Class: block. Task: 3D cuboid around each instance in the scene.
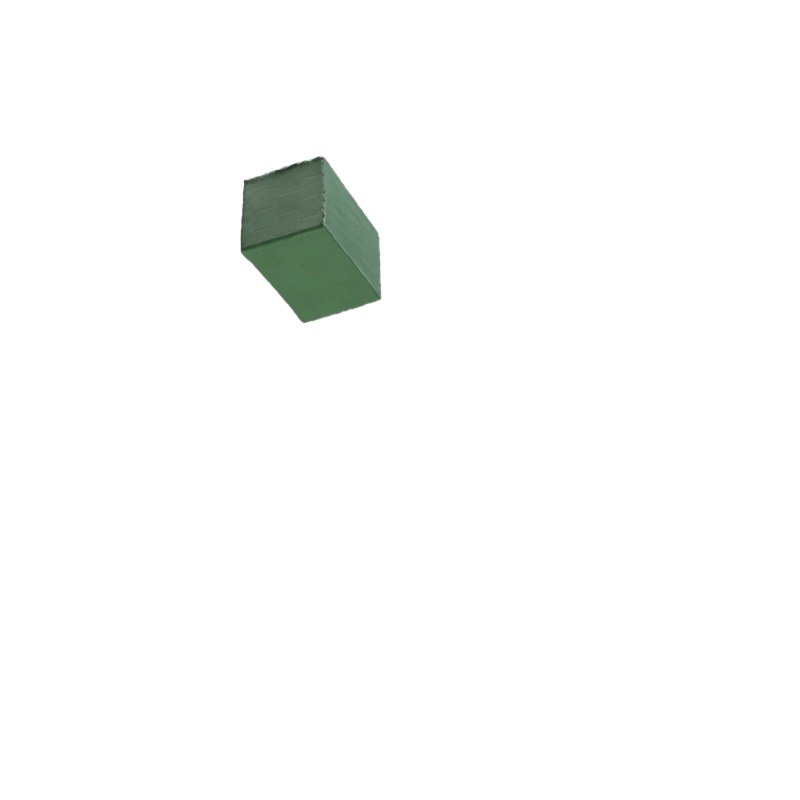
[{"bbox_3d":[-0.049,-0.090,0.628,0.053,0.055,0.072,-15,-37,19],"label":"block"}]
